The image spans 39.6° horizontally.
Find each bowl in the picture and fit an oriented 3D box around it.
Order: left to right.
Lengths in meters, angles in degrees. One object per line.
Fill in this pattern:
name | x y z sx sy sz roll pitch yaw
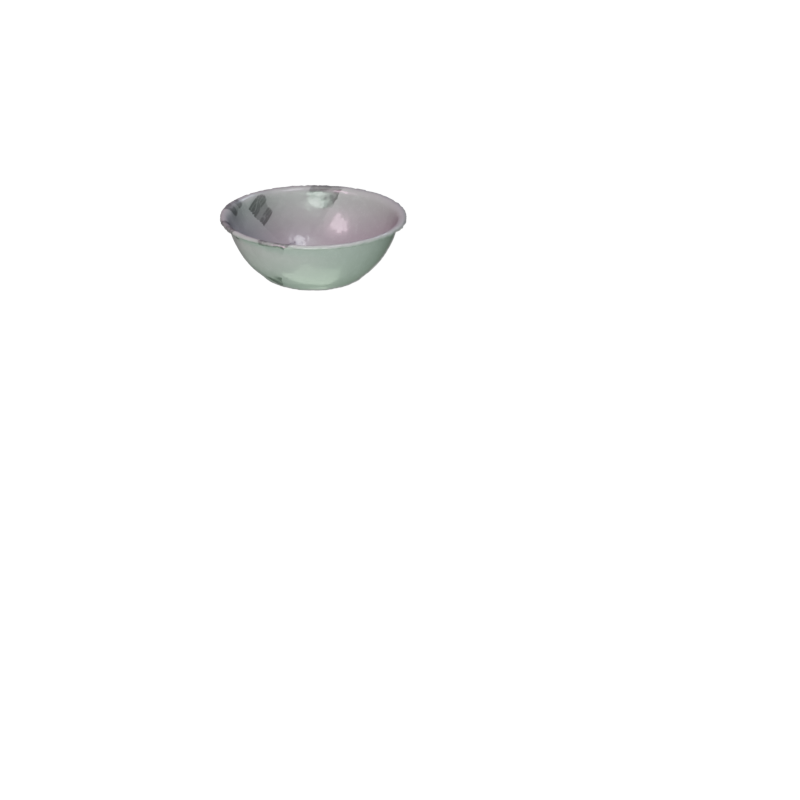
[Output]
bowl | -0.076 -0.138 0.967 0.162 0.052 0.171 -1 28 -2
